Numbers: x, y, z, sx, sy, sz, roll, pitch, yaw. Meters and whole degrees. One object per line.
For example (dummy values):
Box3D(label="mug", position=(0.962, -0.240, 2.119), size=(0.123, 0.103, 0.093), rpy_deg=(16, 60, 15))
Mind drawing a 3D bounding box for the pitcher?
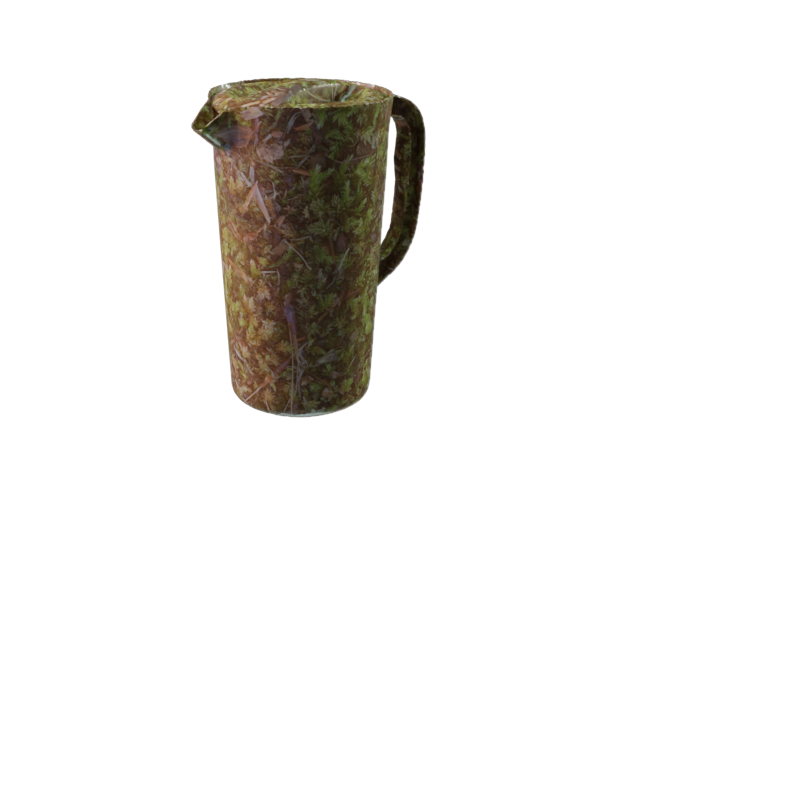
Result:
Box3D(label="pitcher", position=(-0.065, -0.119, 0.833), size=(0.152, 0.233, 0.149), rpy_deg=(5, 20, 10))
